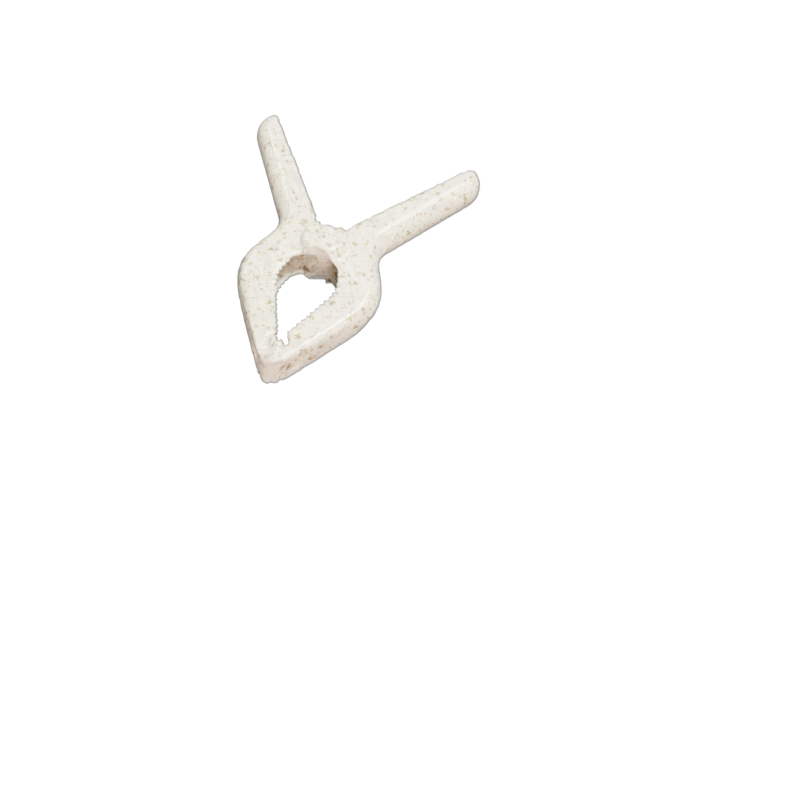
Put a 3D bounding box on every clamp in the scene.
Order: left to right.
[{"bbox_3d":[-0.058,-0.106,0.744,0.170,0.218,0.034,21,-33,14],"label":"clamp"}]
